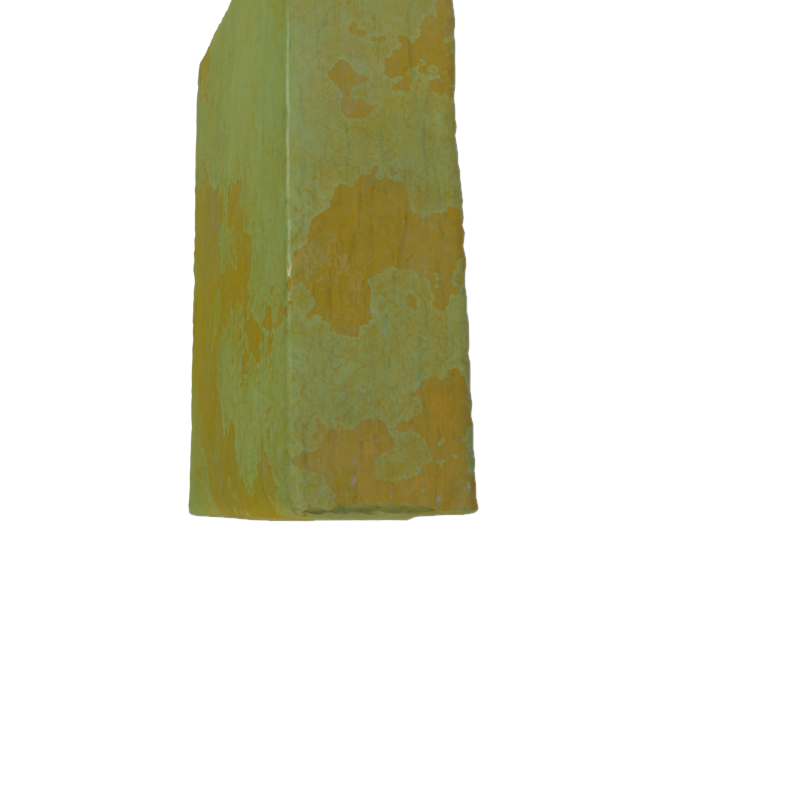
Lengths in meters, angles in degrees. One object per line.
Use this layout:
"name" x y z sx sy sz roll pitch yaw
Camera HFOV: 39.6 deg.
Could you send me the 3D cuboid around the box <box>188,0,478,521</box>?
"box" -0.034 -0.063 0.438 0.070 0.221 0.164 4 -12 -20
